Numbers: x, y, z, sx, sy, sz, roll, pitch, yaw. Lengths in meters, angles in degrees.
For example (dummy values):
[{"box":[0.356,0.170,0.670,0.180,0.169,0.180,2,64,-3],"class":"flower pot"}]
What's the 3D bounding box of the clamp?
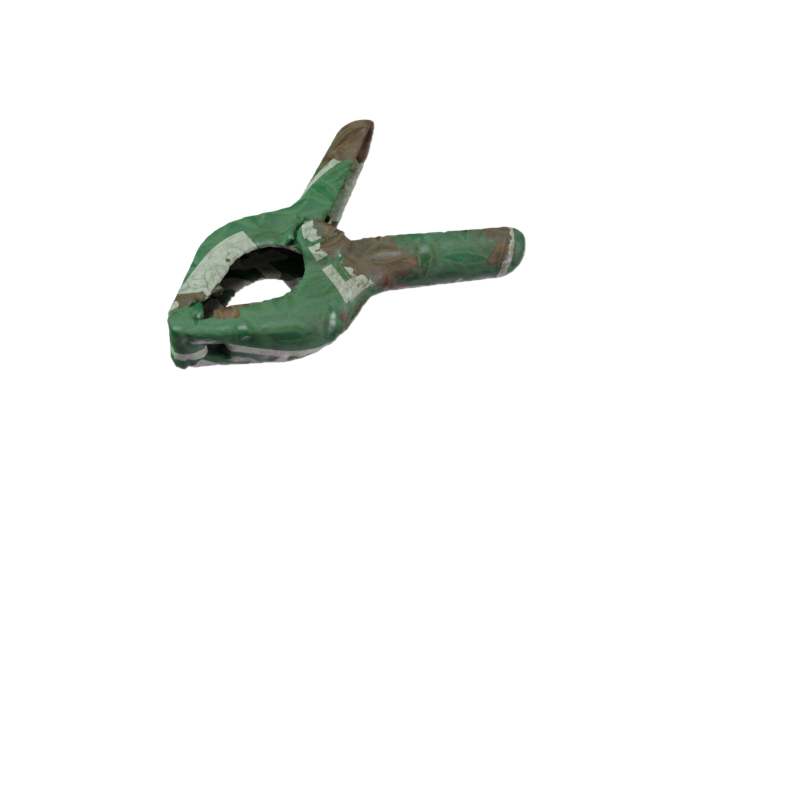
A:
[{"box":[-0.041,-0.075,0.522,0.170,0.036,0.130,-24,49,-23],"class":"clamp"}]
